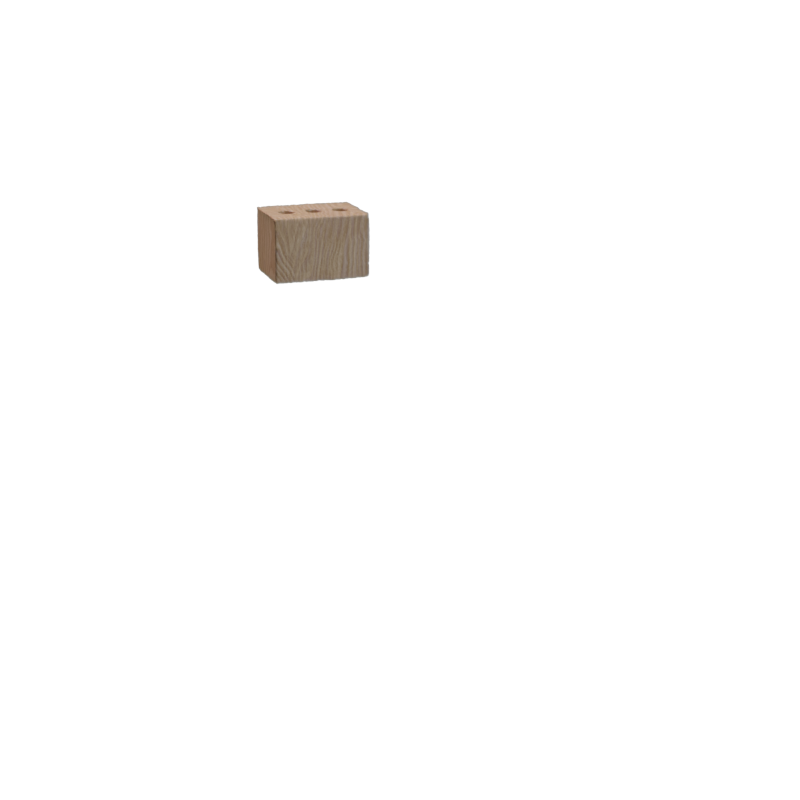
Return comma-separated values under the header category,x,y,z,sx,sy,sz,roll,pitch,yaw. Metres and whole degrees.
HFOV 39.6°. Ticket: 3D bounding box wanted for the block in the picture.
category,x,y,z,sx,sy,sz,roll,pitch,yaw
block,-0.067,-0.123,0.862,0.076,0.050,0.056,-6,17,-19
